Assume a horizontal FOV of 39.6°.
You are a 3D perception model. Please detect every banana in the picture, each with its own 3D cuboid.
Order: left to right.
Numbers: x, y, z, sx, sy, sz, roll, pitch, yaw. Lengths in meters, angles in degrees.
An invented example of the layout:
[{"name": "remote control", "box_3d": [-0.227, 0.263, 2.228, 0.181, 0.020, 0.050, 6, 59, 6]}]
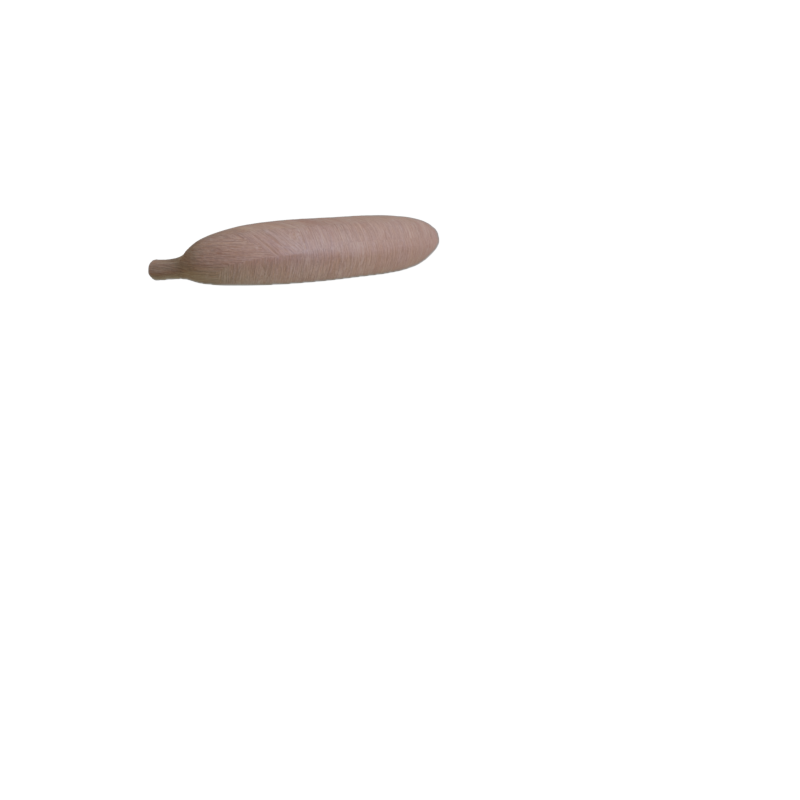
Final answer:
[{"name": "banana", "box_3d": [-0.047, -0.092, 0.663, 0.193, 0.036, 0.073, -8, 16, -28]}]
